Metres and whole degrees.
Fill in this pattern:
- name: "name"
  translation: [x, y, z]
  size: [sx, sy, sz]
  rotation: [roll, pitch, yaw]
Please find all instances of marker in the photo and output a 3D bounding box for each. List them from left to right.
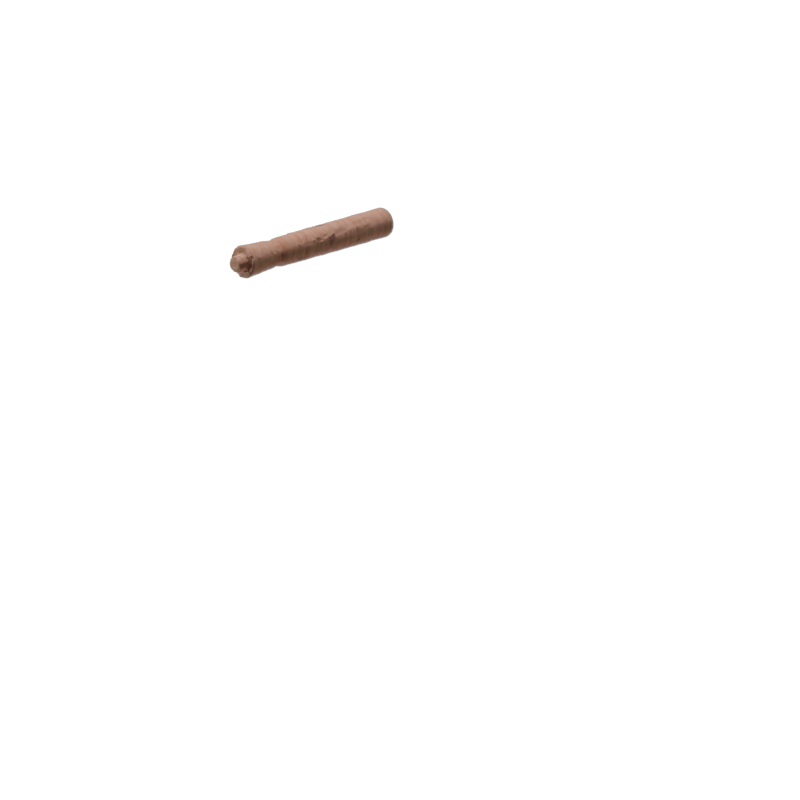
- name: "marker"
  translation: [-0.051, -0.093, 0.648]
  size: [0.021, 0.019, 0.119]
  rotation: [4, 20, 44]
